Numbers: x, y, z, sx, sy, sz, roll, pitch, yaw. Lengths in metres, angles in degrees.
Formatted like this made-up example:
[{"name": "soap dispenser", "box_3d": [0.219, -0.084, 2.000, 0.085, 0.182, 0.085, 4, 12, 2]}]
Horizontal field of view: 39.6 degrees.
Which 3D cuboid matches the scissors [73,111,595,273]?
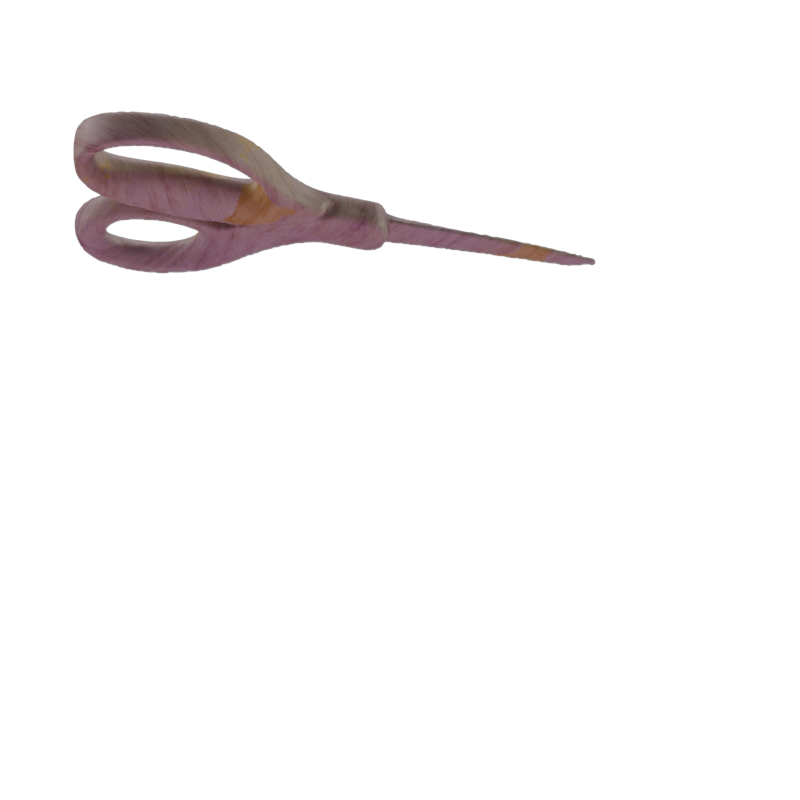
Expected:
[{"name": "scissors", "box_3d": [-0.033, -0.059, 0.416, 0.192, 0.017, 0.095, 15, -28, -31]}]
